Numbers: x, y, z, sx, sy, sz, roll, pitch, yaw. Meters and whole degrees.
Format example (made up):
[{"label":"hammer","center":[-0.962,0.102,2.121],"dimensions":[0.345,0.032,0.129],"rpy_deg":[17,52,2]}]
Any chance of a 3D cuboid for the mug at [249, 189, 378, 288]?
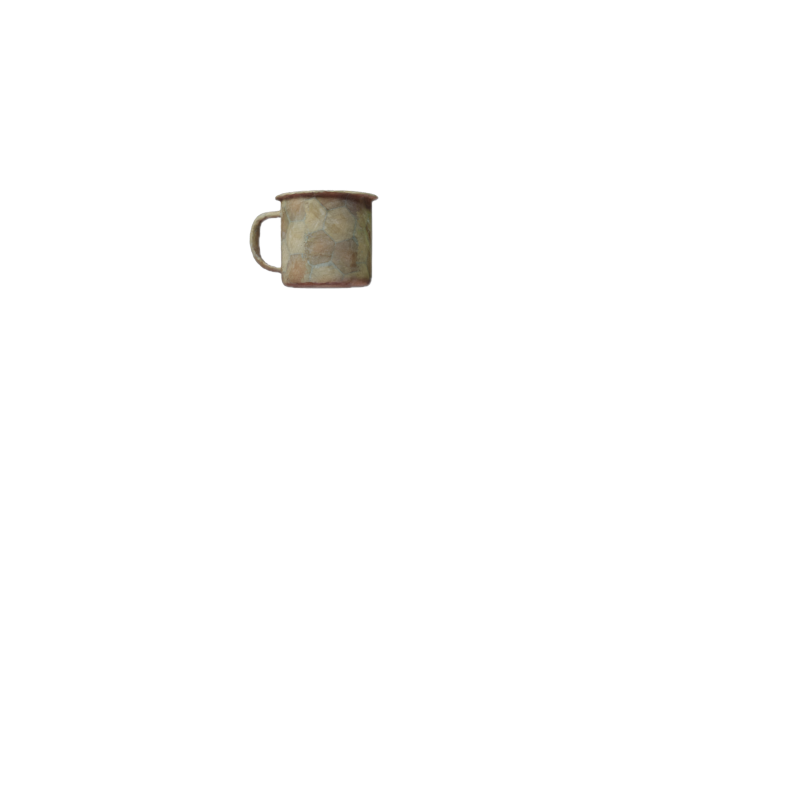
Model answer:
[{"label":"mug","center":[-0.078,-0.142,0.995],"dimensions":[0.118,0.082,0.092],"rpy_deg":[0,0,6]}]
